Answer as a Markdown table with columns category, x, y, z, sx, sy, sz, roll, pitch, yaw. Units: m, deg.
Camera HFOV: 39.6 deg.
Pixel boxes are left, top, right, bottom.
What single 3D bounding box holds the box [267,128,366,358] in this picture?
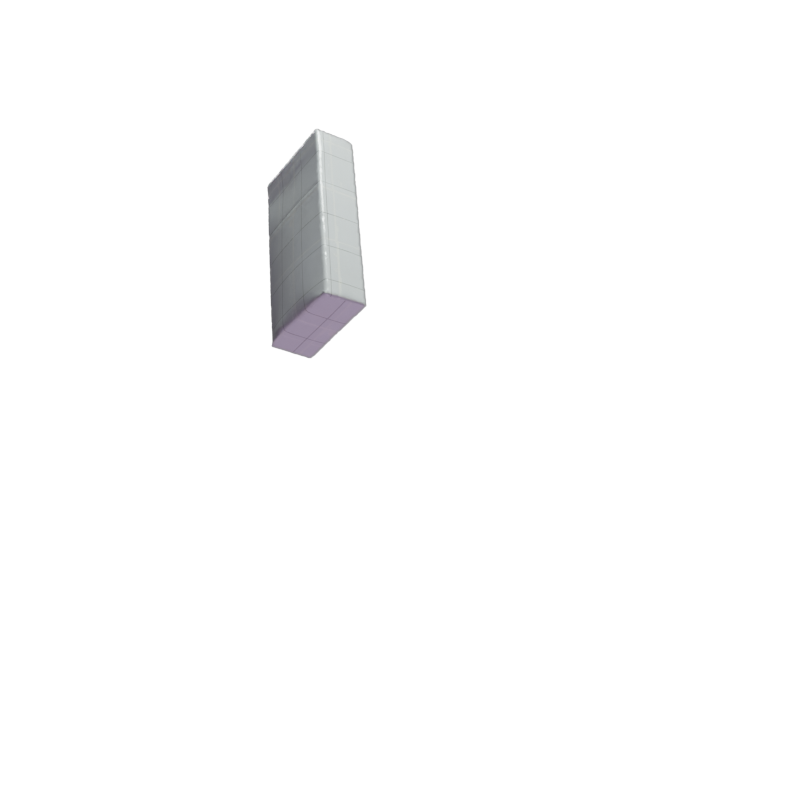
| category | x | y | z | sx | sy | sz | roll | pitch | yaw |
| --- | --- | --- | --- | --- | --- | --- | --- | --- | --- |
| box | -0.074 | -0.135 | 0.947 | 0.046 | 0.189 | 0.091 | 19 | -40 | -28 |
